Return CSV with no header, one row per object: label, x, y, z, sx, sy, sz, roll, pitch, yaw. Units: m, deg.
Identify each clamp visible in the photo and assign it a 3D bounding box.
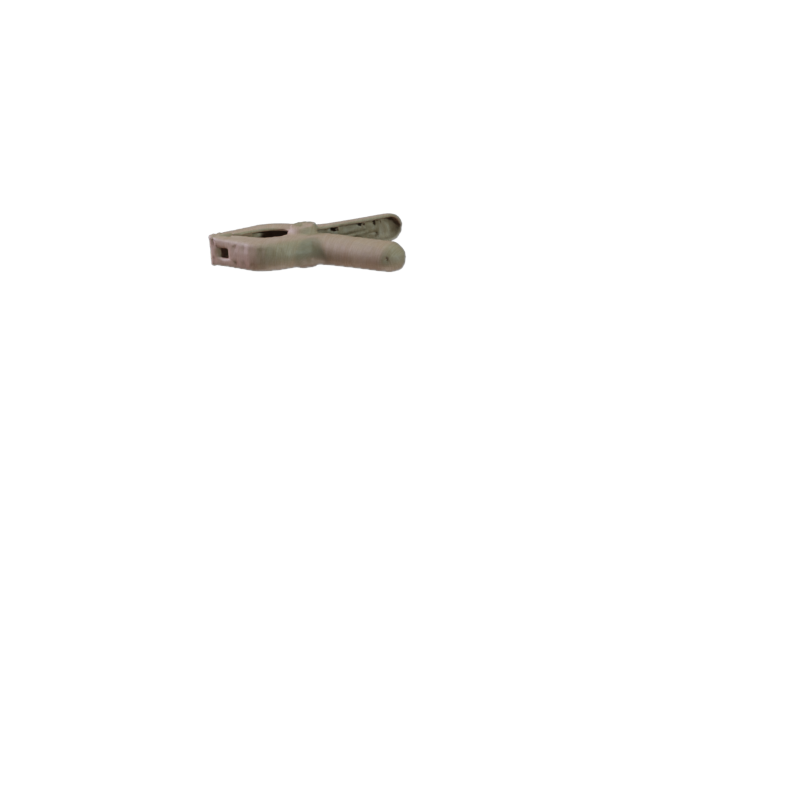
clamp,-0.074,-0.136,0.951,0.174,0.038,0.122,3,17,10
